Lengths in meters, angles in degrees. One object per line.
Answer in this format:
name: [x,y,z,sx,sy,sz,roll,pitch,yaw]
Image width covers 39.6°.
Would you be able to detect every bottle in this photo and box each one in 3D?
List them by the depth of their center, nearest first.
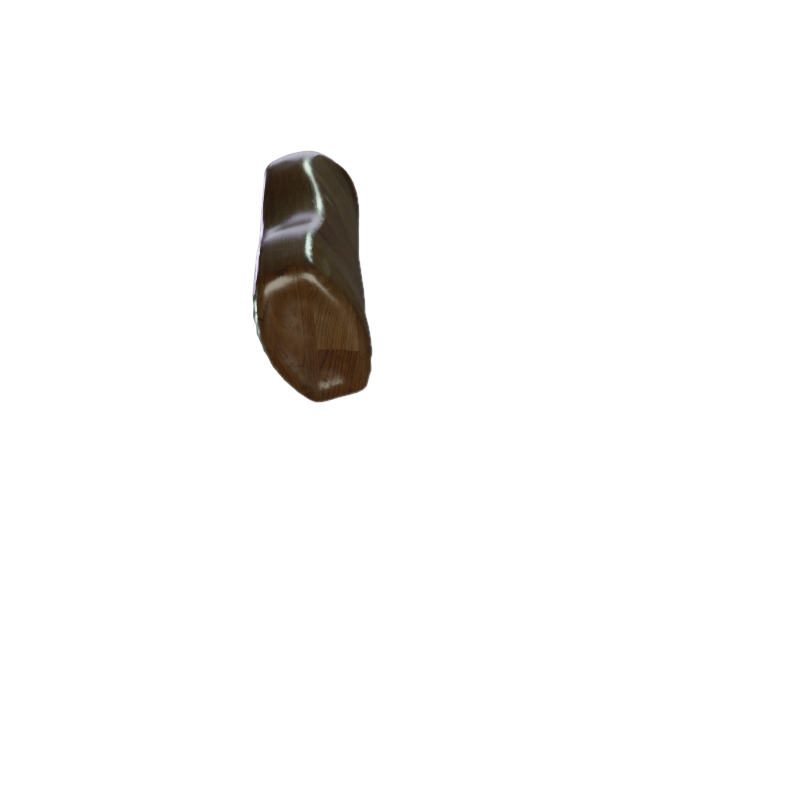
bottle: [-0.053,-0.095,0.669,0.059,0.089,0.205,-18,38,10]
